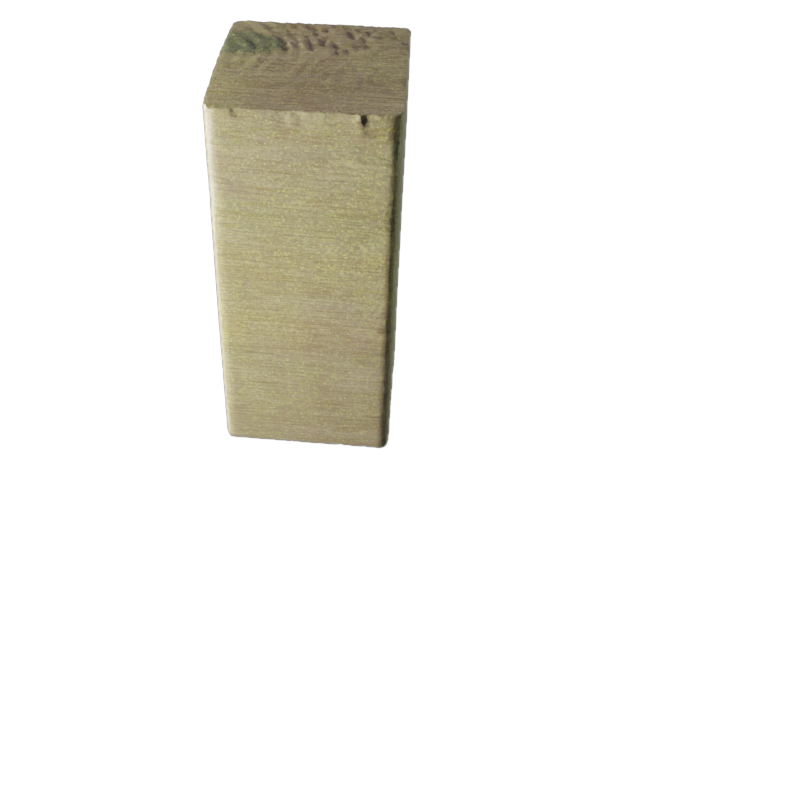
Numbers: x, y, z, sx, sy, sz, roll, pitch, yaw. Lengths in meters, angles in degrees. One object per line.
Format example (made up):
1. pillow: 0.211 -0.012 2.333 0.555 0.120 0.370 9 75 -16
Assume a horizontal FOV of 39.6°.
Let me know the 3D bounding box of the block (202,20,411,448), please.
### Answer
1. block: -0.045 -0.081 0.573 0.091 0.192 0.096 5 40 2
